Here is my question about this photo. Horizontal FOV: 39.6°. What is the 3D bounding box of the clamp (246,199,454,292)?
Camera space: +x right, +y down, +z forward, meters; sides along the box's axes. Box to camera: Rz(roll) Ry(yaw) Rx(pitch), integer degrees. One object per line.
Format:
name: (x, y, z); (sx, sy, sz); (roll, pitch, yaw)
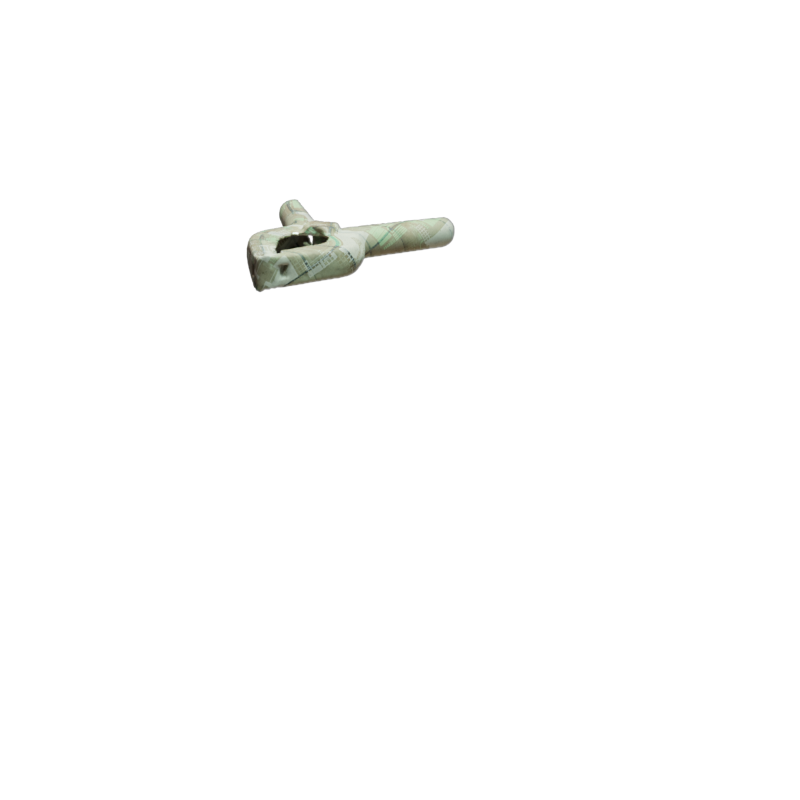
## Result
clamp: (-0.071, -0.130, 0.912); (0.172, 0.035, 0.209); (12, 24, 28)
